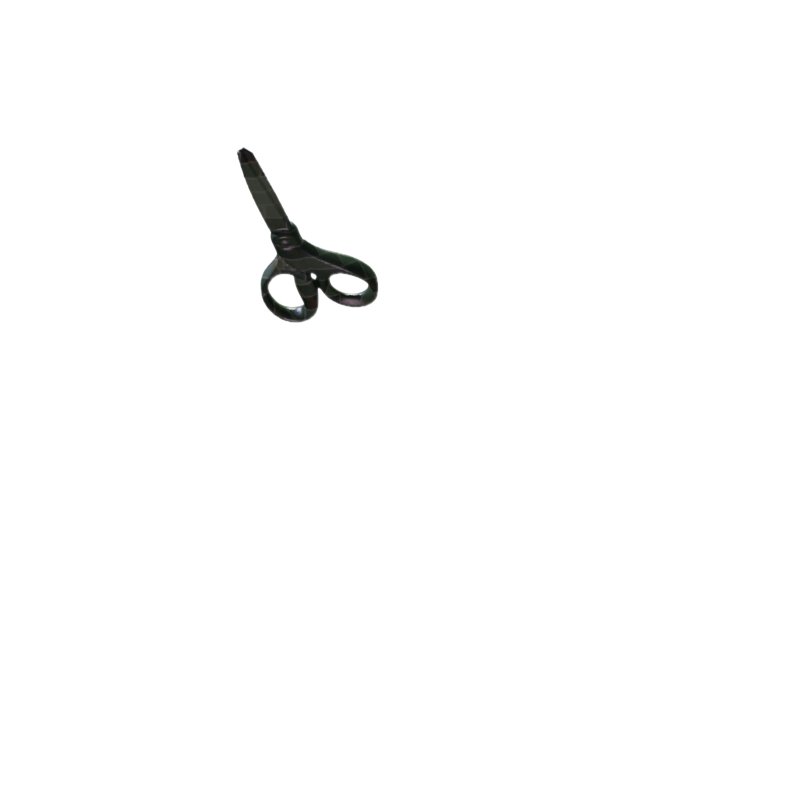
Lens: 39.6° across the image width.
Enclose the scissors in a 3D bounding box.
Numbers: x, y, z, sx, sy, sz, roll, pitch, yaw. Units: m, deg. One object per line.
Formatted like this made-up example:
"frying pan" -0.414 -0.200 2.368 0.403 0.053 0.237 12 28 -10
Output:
"scissors" -0.060 -0.110 0.771 0.096 0.017 0.190 2 -29 -3
